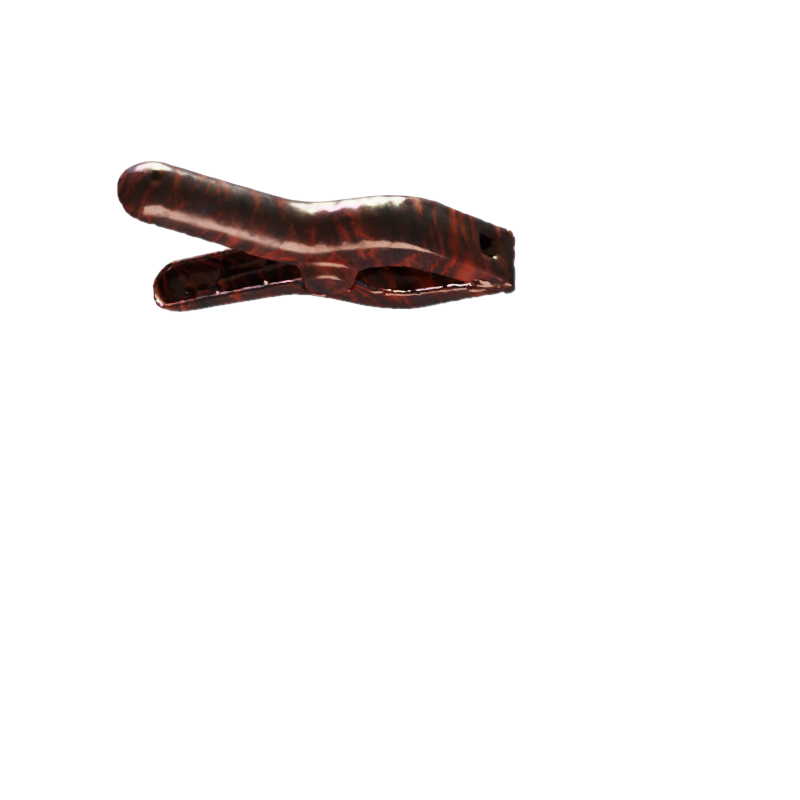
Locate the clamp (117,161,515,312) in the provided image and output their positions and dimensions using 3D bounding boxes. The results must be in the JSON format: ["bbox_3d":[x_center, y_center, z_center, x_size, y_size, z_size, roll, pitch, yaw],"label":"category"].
[{"bbox_3d":[-0.037,-0.068,0.474,0.173,0.041,0.115,-2,-12,7],"label":"clamp"}]
